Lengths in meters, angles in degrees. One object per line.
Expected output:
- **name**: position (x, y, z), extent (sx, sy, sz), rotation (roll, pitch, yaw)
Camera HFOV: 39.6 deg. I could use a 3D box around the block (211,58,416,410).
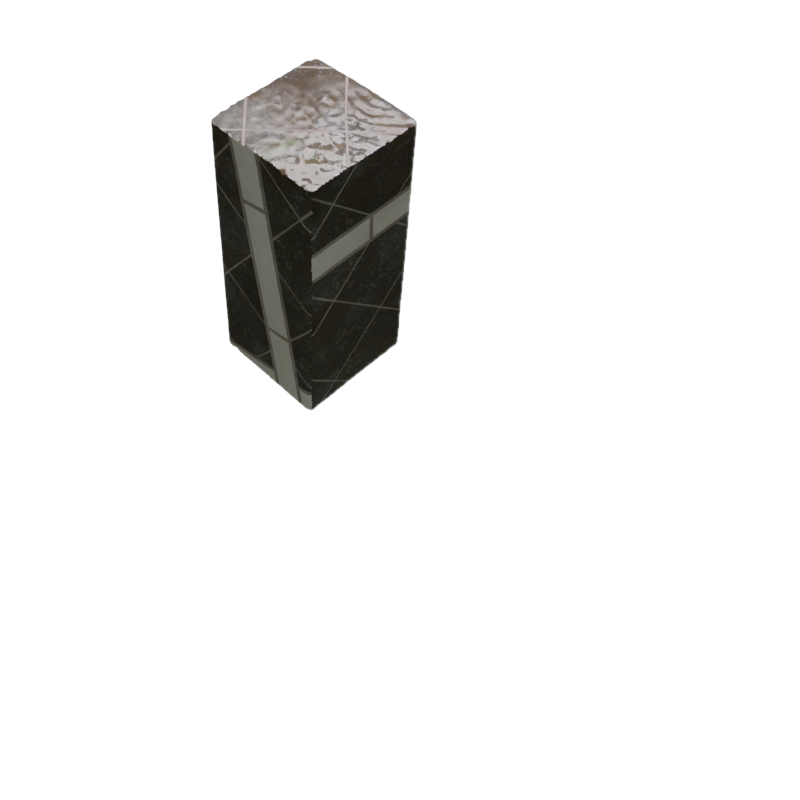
- **block**: position (-0.057, -0.104, 0.724), extent (0.096, 0.192, 0.091), rotation (38, 58, 24)
